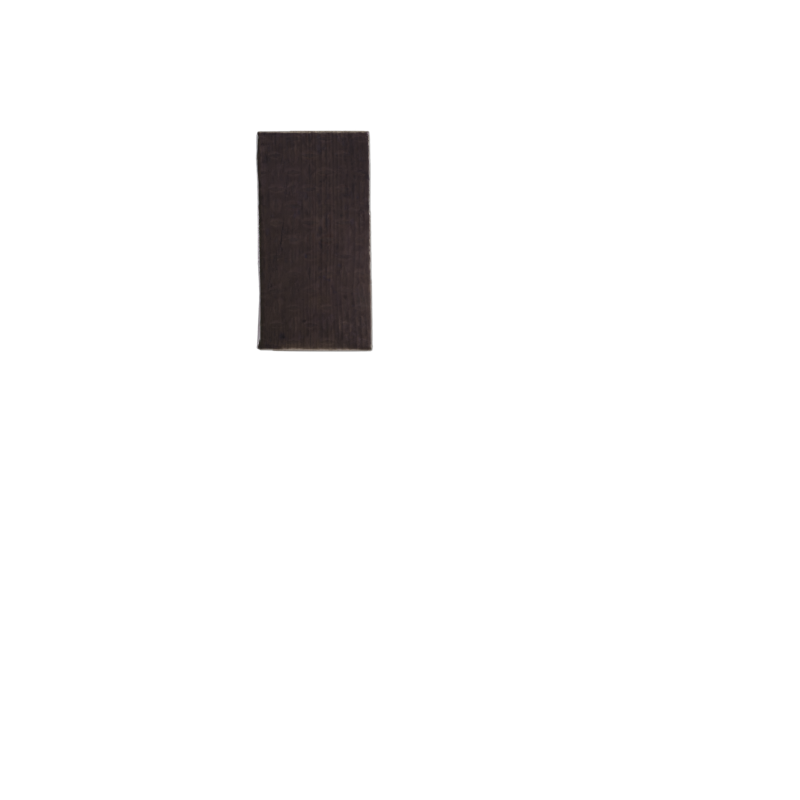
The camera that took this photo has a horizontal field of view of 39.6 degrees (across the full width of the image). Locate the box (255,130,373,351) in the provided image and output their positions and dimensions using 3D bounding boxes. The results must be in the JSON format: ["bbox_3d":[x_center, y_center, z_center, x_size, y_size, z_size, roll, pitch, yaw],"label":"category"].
[{"bbox_3d":[-0.070,-0.128,0.895,0.093,0.178,0.048,0,-4,-4],"label":"box"}]
